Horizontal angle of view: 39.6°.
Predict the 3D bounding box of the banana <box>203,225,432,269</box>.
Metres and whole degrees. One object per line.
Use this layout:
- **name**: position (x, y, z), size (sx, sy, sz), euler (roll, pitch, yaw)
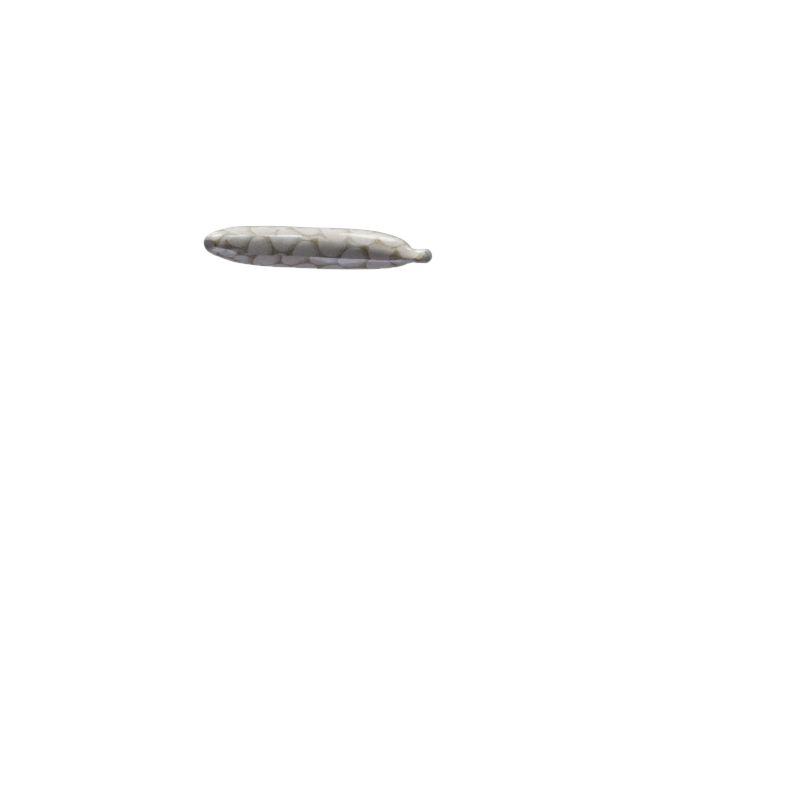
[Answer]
- **banana**: position (-0.076, -0.137, 0.980), size (0.195, 0.037, 0.069), euler (0, -4, -9)
